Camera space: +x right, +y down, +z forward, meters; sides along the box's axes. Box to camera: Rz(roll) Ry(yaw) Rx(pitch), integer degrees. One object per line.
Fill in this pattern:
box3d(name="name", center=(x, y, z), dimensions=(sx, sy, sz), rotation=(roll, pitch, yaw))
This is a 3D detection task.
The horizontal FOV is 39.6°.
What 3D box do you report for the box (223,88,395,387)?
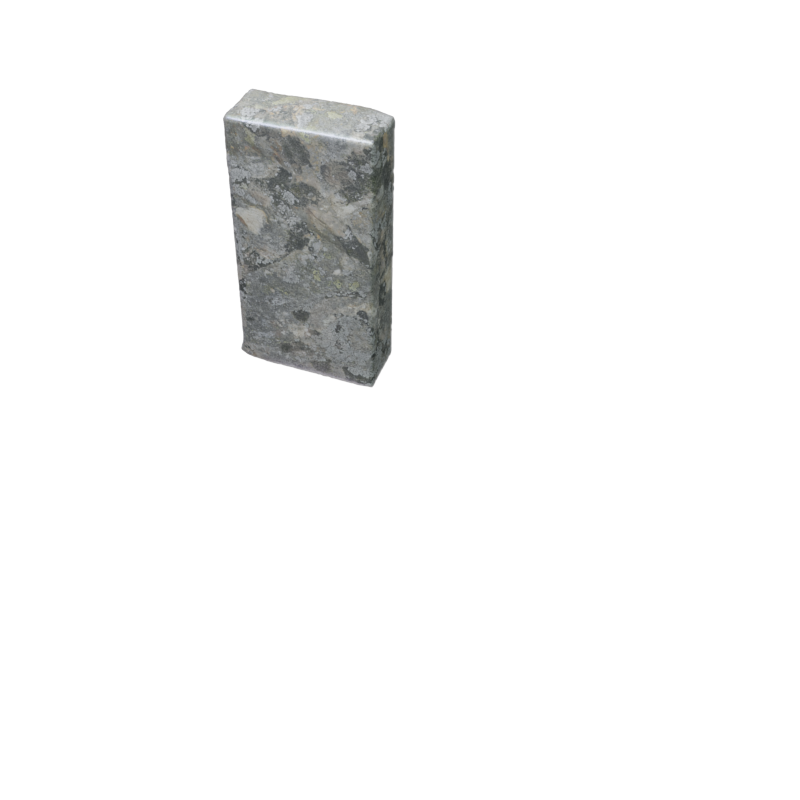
box3d(name="box", center=(-0.052, -0.096, 0.669), dimensions=(0.096, 0.165, 0.050), rotation=(15, 37, 17))
